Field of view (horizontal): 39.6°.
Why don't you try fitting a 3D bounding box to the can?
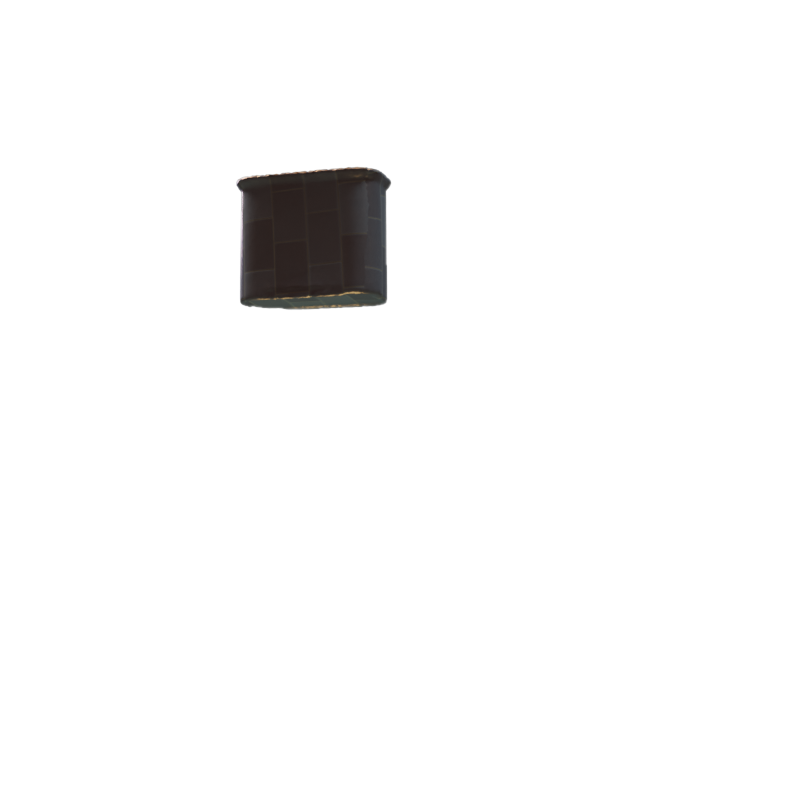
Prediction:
[{"bbox_3d":[-0.058,-0.106,0.740,0.104,0.086,0.055,-3,-10,17],"label":"can"}]
